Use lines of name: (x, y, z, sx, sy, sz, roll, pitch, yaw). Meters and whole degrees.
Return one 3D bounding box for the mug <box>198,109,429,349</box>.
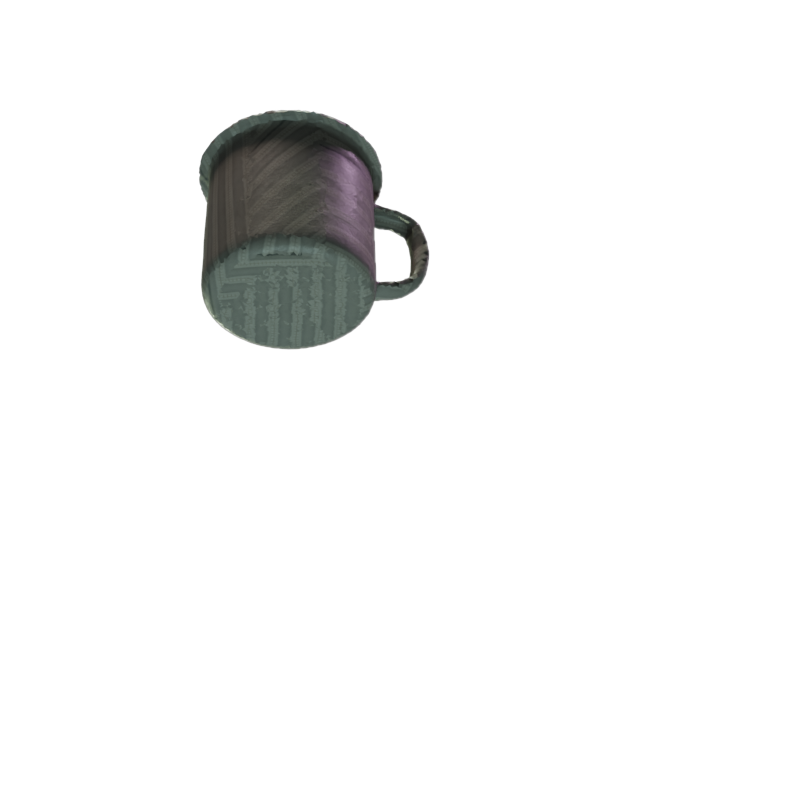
mug: (-0.042, -0.077, 0.538, 0.114, 0.087, 0.089, 11, -40, -16)
